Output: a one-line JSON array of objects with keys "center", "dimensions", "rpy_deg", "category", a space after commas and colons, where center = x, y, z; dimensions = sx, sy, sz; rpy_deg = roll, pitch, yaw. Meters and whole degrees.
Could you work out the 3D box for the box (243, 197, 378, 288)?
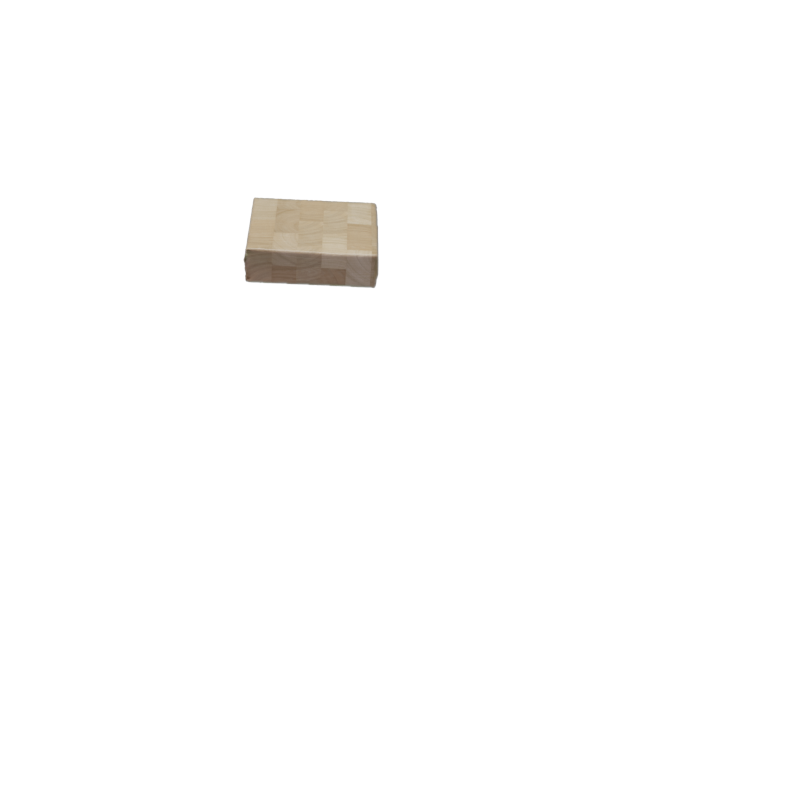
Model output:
[{"center": [-0.075, -0.137, 0.956], "dimensions": [0.113, 0.036, 0.096], "rpy_deg": [0, 35, 0], "category": "box"}]
